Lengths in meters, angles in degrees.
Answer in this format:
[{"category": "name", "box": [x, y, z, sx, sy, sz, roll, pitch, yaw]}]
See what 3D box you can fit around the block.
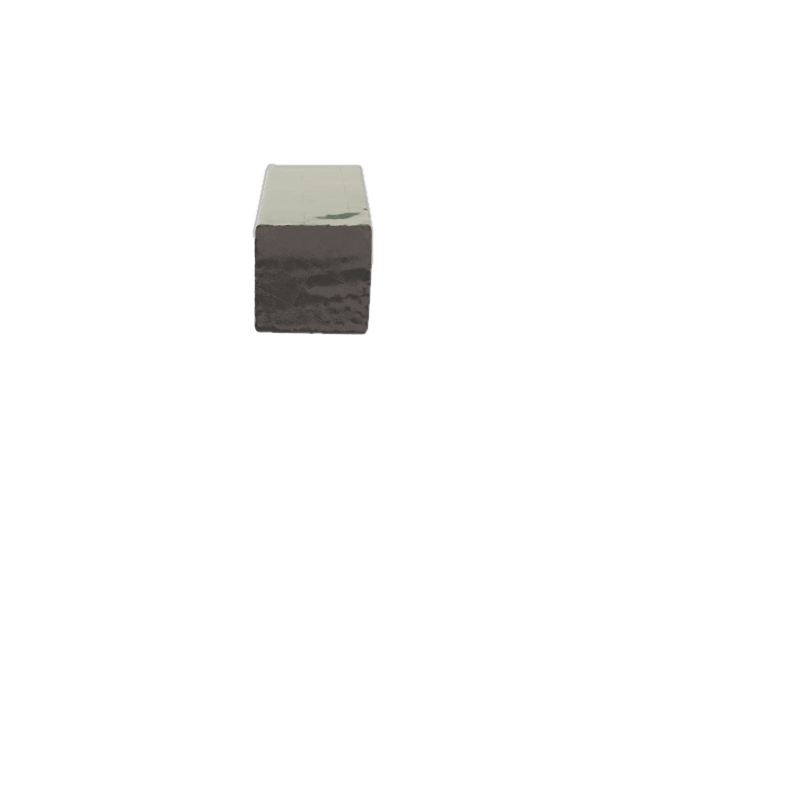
[{"category": "block", "box": [-0.074, -0.134, 0.943, 0.090, 0.086, 0.216, 0, 23, -4]}]
